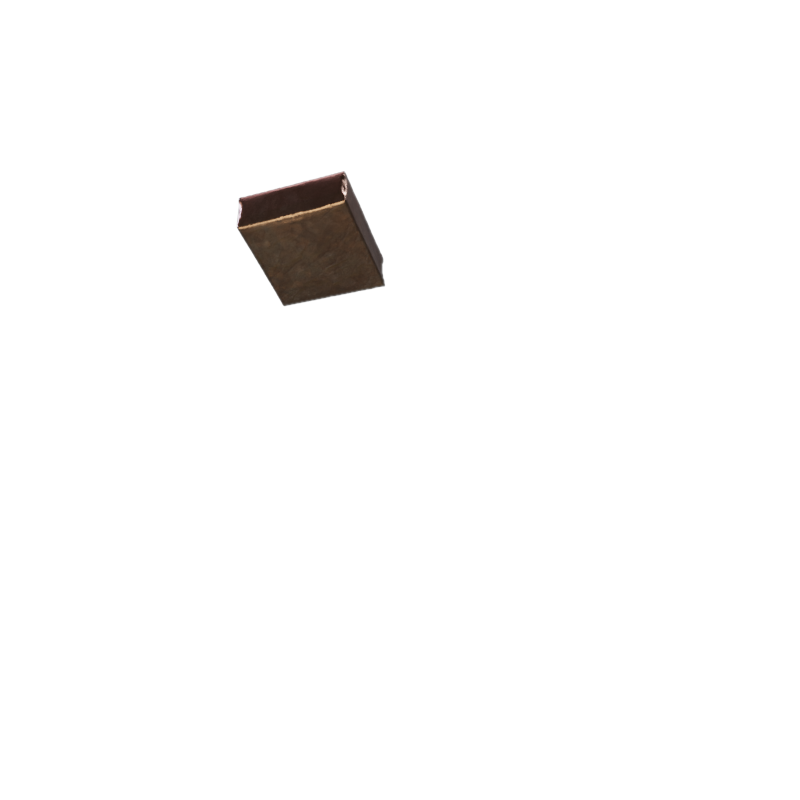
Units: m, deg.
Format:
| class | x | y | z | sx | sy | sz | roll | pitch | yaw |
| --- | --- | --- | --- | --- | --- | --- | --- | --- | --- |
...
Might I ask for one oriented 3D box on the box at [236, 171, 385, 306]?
| class | x | y | z | sx | sy | sz | roll | pitch | yaw |
| --- | --- | --- | --- | --- | --- | --- | --- | --- | --- |
| box | -0.057 | -0.104 | 0.726 | 0.074 | 0.032 | 0.082 | -11 | -39 | 14 |
